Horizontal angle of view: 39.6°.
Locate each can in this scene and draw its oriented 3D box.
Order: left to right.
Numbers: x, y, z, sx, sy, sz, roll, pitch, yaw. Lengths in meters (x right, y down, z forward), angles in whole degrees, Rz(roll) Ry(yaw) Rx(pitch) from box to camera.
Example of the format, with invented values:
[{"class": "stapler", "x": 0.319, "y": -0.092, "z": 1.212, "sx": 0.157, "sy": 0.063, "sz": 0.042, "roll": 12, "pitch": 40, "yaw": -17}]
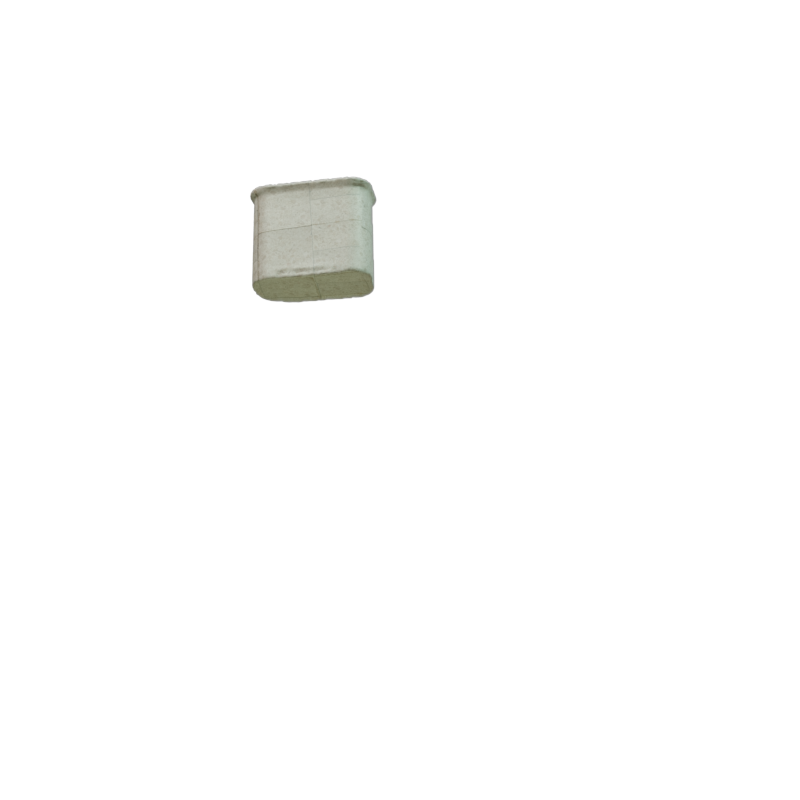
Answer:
[{"class": "can", "x": -0.070, "y": -0.128, "z": 0.900, "sx": 0.103, "sy": 0.088, "sz": 0.054, "roll": -5, "pitch": -24, "yaw": 9}]
